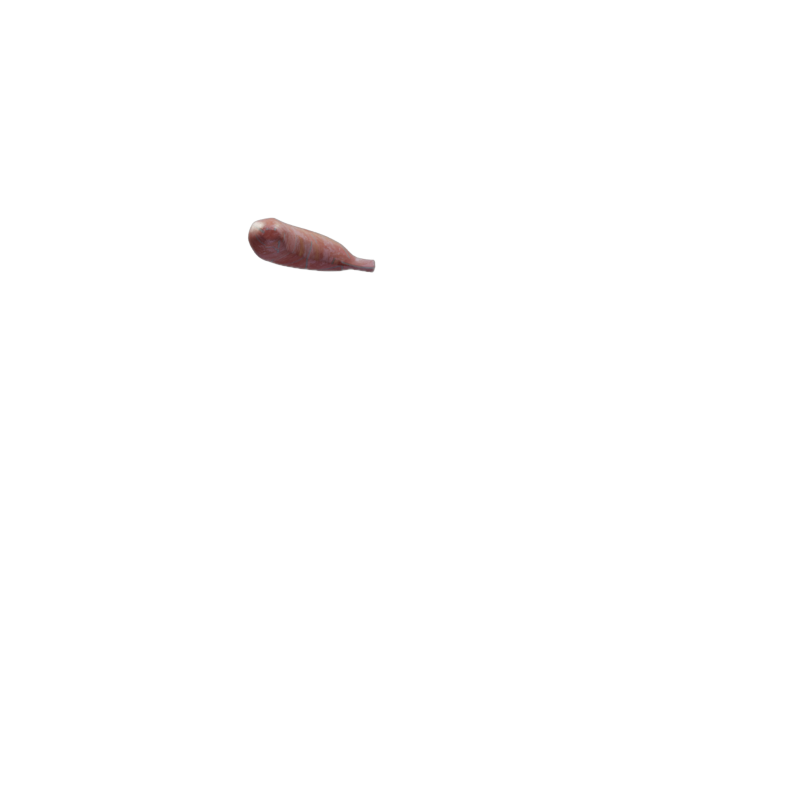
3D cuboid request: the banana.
[{"bbox_3d":[-0.092,-0.140,0.990,0.071,0.037,0.190,-1,-1,25],"label":"banana"}]
